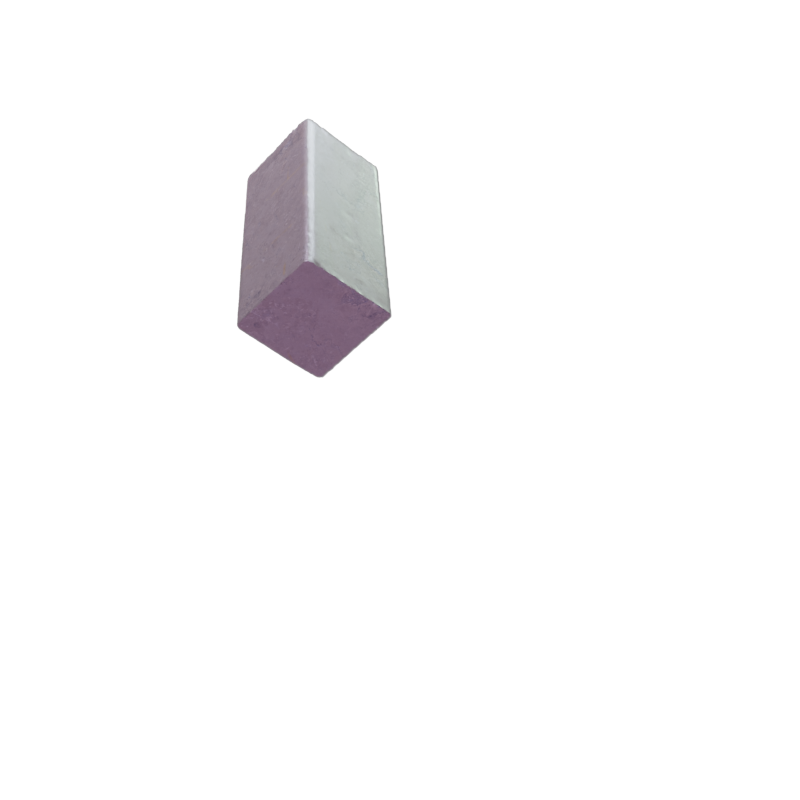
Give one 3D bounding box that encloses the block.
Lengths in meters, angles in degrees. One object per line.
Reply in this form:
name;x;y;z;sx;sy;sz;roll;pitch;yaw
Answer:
block;-0.074;-0.134;0.940;0.085;0.221;0.089;32;-58;-28
